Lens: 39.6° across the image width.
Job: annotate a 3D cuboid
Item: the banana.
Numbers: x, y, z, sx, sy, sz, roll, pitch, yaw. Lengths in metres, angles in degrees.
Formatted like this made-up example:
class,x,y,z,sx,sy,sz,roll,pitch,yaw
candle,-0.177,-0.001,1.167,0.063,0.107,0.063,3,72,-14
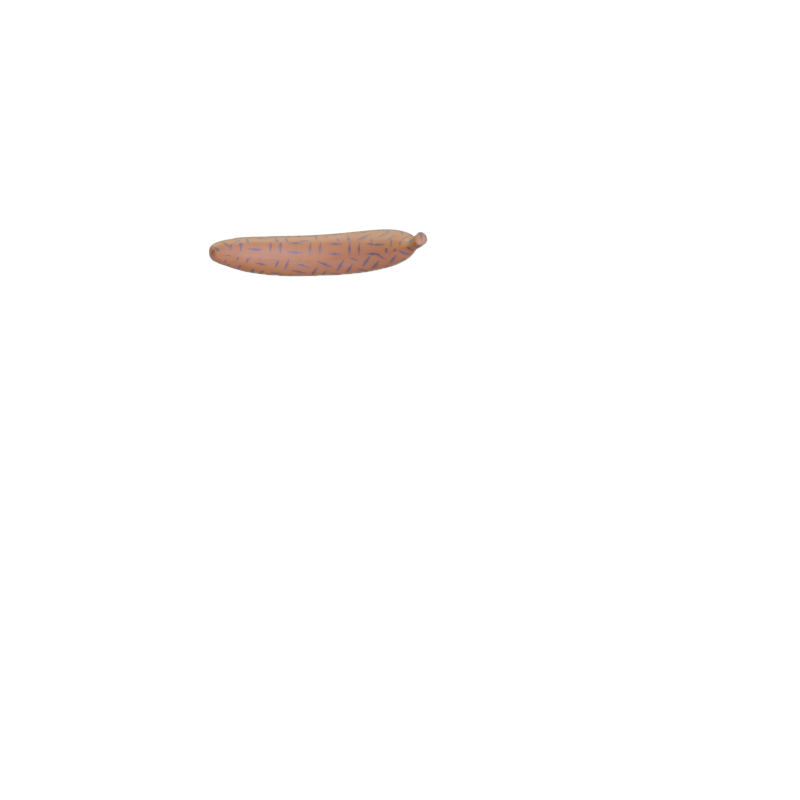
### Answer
class,x,y,z,sx,sy,sz,roll,pitch,yaw
banana,-0.071,-0.136,1.004,0.200,0.038,0.065,-4,-18,12
